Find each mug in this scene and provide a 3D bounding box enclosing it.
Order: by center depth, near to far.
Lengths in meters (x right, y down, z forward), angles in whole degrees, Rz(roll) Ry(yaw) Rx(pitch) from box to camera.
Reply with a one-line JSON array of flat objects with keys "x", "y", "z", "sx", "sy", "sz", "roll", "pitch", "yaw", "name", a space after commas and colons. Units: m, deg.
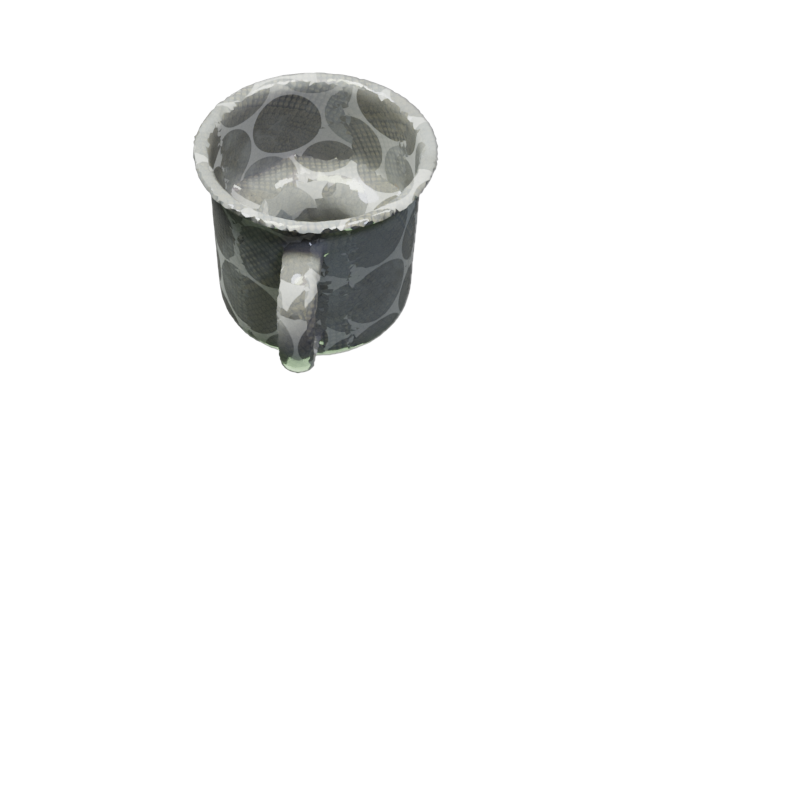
[{"x": -0.034, "y": -0.063, "z": 0.440, "sx": 0.093, "sy": 0.125, "sz": 0.076, "roll": 2, "pitch": -41, "yaw": 0, "name": "mug"}]
